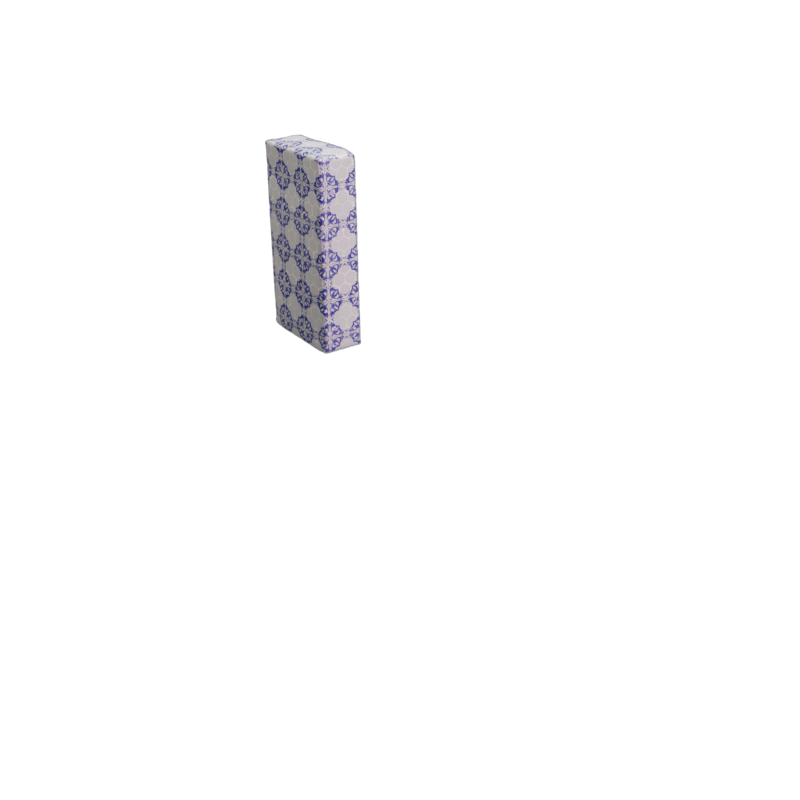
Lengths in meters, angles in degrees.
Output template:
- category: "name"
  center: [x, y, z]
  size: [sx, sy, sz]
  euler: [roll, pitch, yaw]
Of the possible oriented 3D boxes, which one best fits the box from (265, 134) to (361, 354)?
- category: "box"
  center: [-0.077, -0.140, 0.982]
  size: [0.047, 0.169, 0.100]
  euler: [-11, 23, -32]
